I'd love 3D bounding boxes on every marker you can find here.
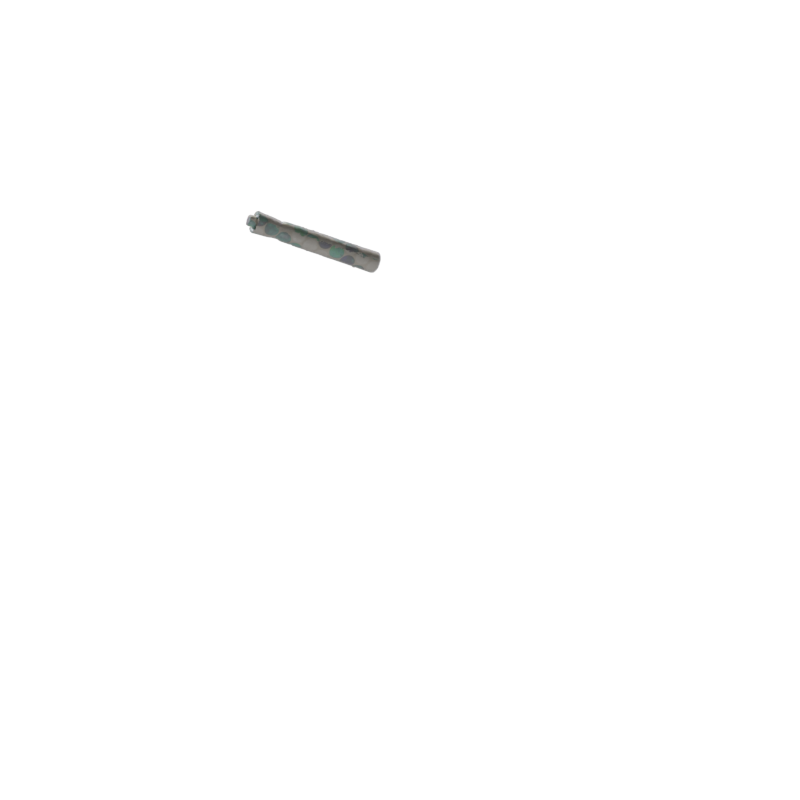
[{"bbox_3d":[-0.073,-0.132,0.927,0.116,0.020,0.020,16,-3,-22],"label":"marker"}]
